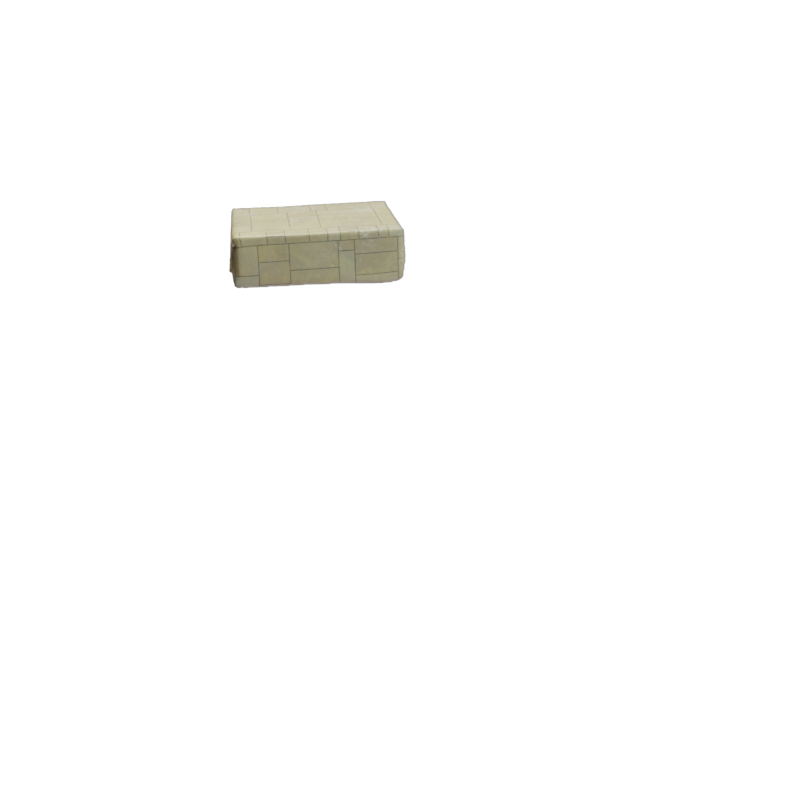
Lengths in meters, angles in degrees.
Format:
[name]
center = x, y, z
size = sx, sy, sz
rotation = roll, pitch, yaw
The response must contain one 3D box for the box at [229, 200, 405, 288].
[box]
center = -0.058, -0.107, 0.747
size = 0.113, 0.037, 0.094
rotation = -2, 21, -6
